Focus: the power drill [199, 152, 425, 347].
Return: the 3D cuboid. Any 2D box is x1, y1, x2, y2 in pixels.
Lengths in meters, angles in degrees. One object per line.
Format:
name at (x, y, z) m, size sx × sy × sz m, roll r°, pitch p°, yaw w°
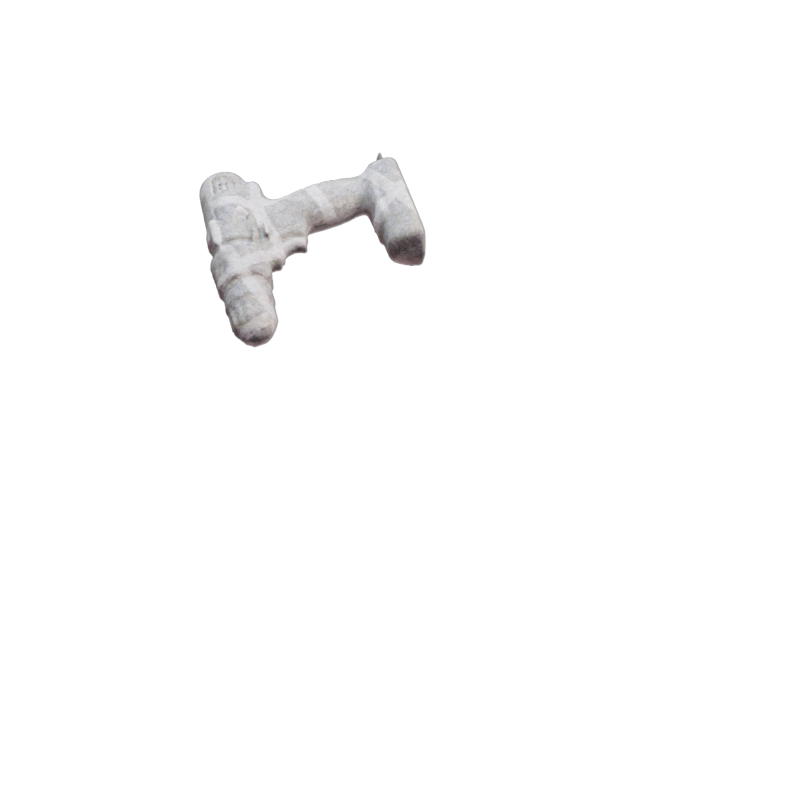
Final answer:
power drill at (-0.077, -0.140, 0.979) m, size 0.186 × 0.199 × 0.054 m, roll -12°, pitch -34°, yaw -9°
